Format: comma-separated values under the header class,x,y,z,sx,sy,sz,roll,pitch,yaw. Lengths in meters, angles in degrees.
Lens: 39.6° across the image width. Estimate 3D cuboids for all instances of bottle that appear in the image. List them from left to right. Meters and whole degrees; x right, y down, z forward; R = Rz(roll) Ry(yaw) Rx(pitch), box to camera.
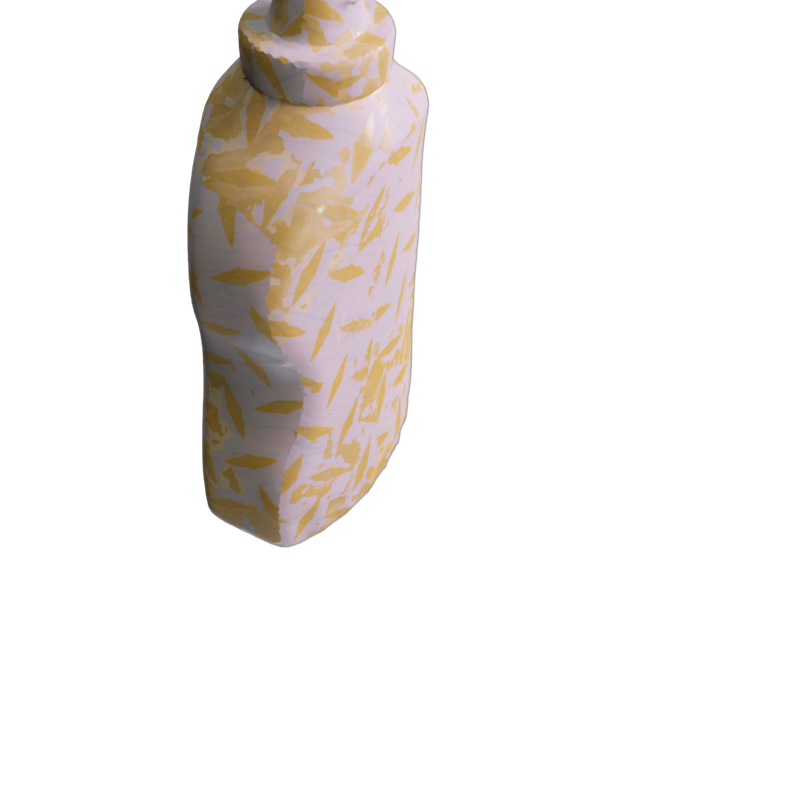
class,x,y,z,sx,sy,sz,roll,pitch,yaw
bottle,-0.026,-0.048,0.334,0.061,0.179,0.099,22,48,18
